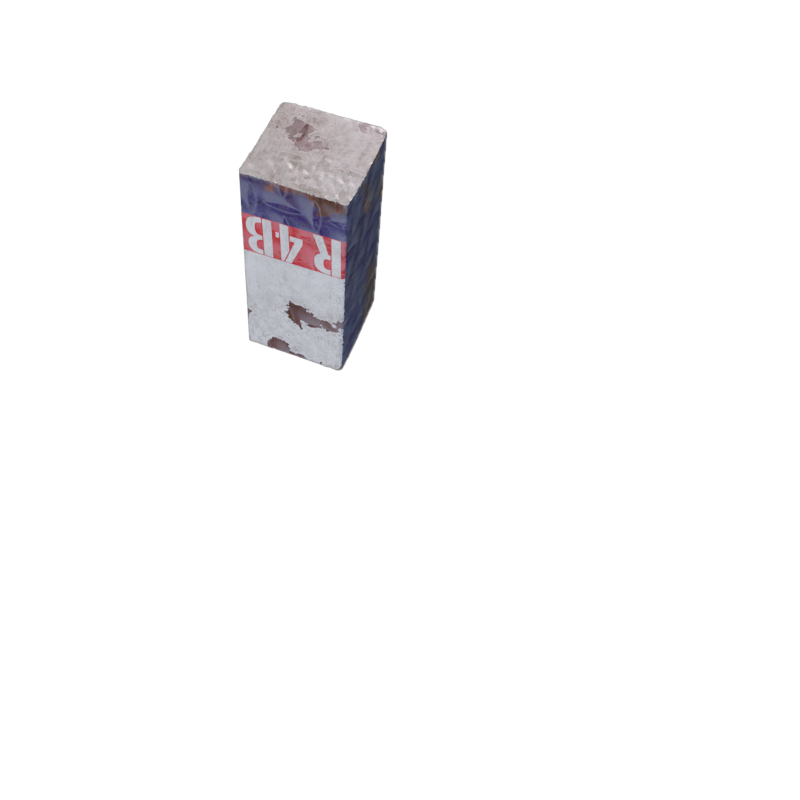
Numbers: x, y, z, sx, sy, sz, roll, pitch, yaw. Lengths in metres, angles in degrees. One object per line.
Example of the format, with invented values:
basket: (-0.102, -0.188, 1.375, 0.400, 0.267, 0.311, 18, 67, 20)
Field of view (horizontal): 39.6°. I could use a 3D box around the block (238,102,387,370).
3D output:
block: (-0.071, -0.130, 0.909, 0.093, 0.094, 0.192, 18, -36, 10)
